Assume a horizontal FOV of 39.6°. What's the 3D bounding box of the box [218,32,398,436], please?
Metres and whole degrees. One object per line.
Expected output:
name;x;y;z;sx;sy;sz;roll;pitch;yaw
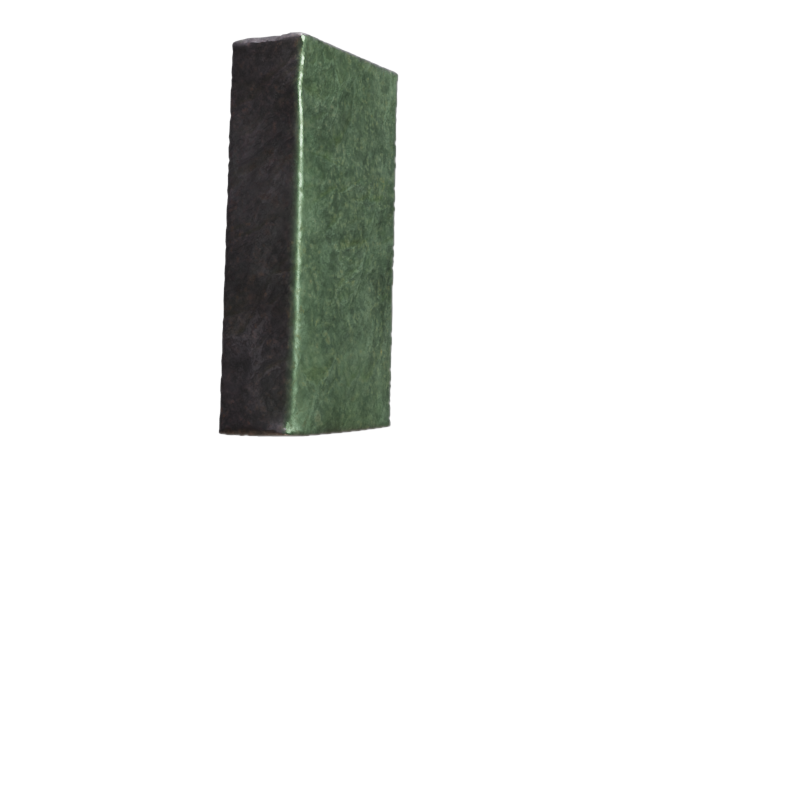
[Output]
box;-0.041;-0.074;0.518;0.049;0.178;0.089;-3;-5;29
